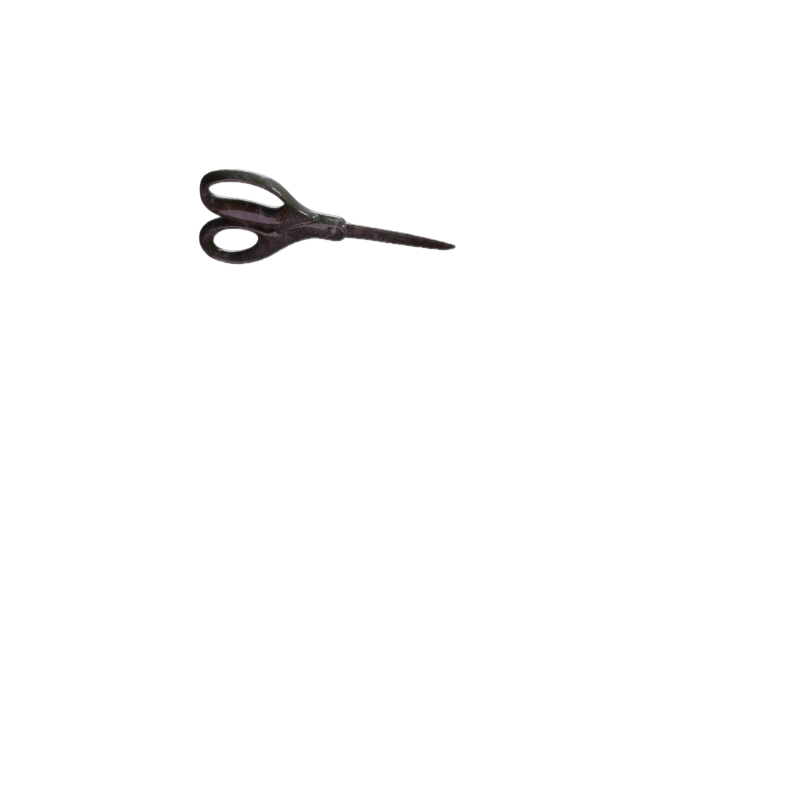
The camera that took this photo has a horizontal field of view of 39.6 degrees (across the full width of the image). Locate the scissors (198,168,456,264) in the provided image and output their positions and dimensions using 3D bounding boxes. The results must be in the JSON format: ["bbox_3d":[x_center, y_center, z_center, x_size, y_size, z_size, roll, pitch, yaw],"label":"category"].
[{"bbox_3d":[-0.067,-0.122,0.856,0.194,0.017,0.093,20,-46,-20],"label":"scissors"}]
